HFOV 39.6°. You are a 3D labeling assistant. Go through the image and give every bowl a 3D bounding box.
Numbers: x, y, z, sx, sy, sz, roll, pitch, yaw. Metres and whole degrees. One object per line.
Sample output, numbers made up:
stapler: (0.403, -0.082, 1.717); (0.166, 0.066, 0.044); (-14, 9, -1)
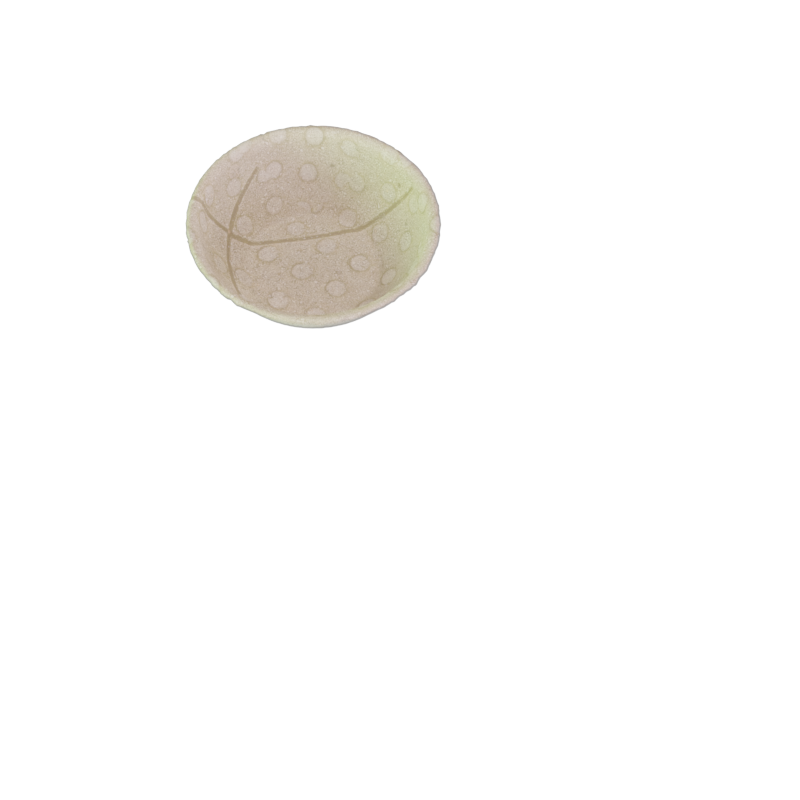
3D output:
bowl: (-0.057, -0.103, 0.722); (0.162, 0.173, 0.051); (-1, -34, -1)
